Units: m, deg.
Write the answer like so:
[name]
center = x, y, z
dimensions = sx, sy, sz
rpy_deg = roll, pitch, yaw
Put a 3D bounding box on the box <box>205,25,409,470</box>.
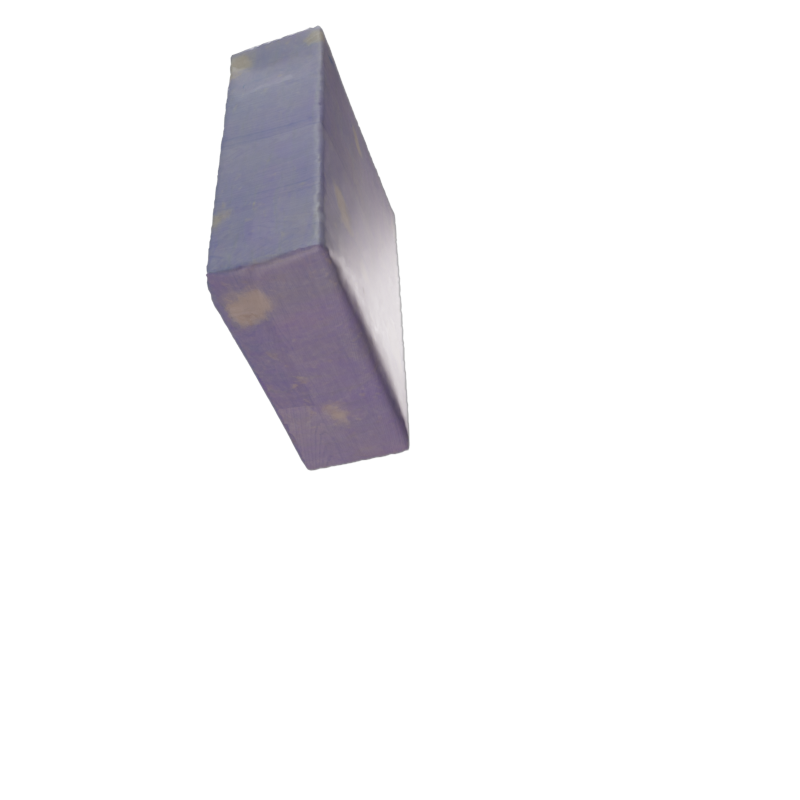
[box]
center = -0.052, -0.095, 0.663
dimensions = 0.072, 0.230, 0.151
rpy_deg = -14, -46, 10
